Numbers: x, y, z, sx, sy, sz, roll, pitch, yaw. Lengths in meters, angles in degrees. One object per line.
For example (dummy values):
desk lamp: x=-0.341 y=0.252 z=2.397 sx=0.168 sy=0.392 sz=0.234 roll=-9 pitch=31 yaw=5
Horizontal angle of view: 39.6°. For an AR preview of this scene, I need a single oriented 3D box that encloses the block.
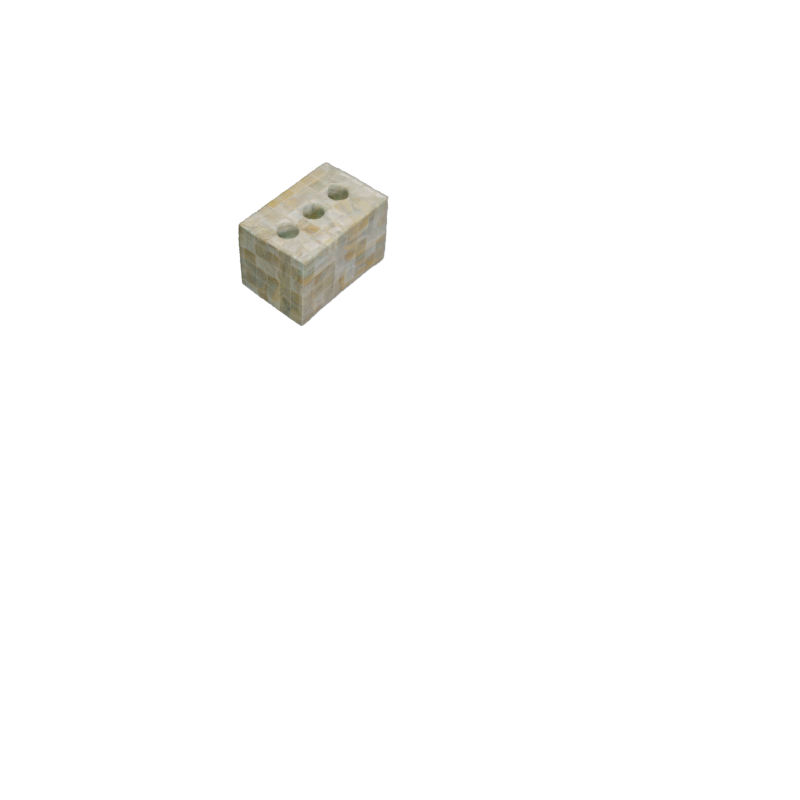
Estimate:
block: x=-0.052 y=-0.094 z=0.661 sx=0.056 sy=0.048 sz=0.079 roll=32 pitch=55 yaw=24
